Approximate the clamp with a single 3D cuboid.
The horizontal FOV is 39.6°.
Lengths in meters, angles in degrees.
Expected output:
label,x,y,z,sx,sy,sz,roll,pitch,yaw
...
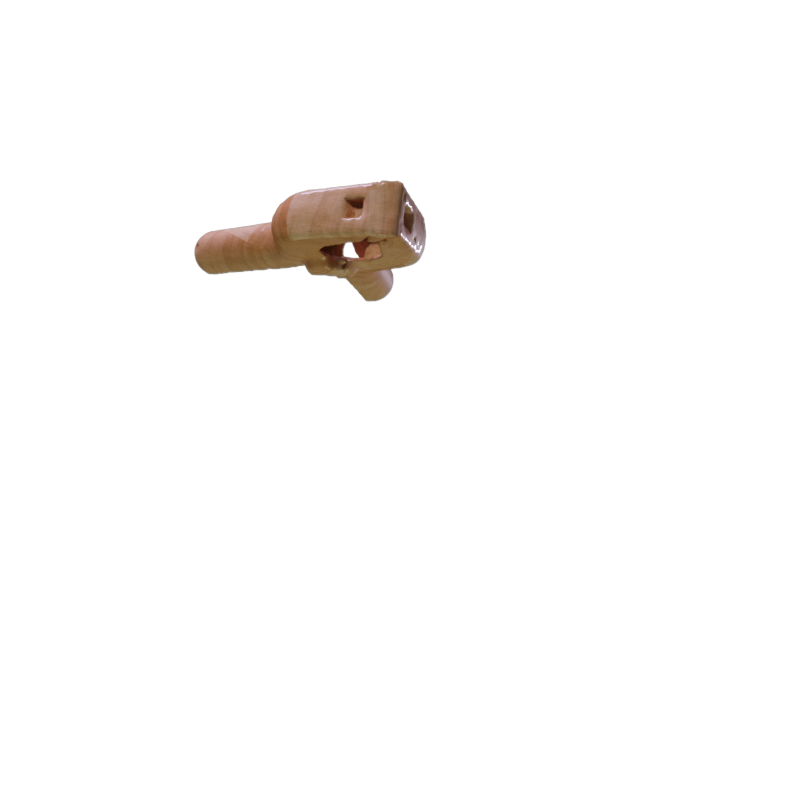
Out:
label,x,y,z,sx,sy,sz,roll,pitch,yaw
clamp,-0.046,-0.085,0.592,0.118,0.040,0.169,2,-9,-12
